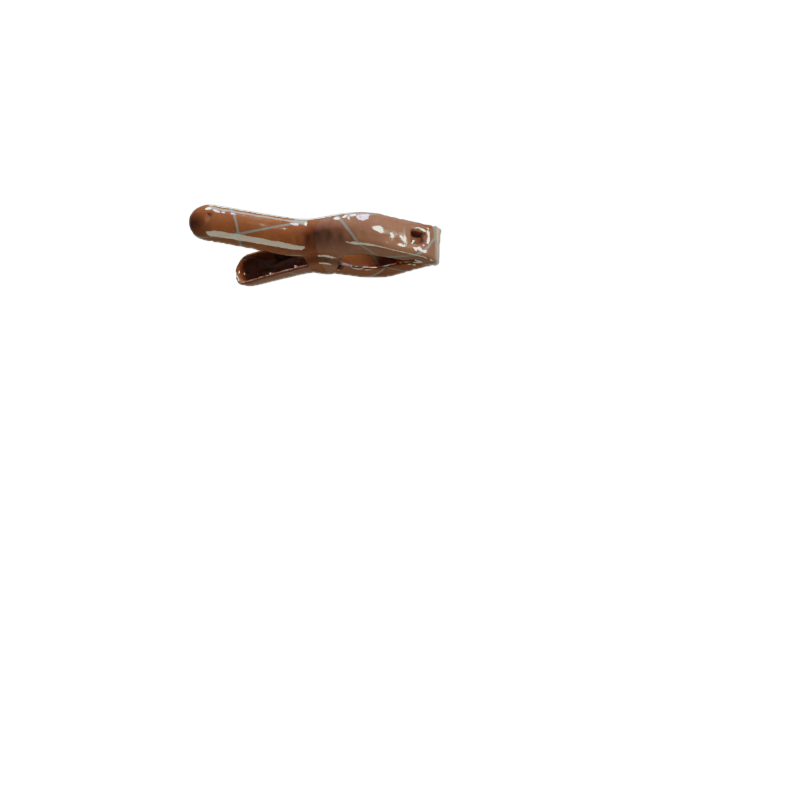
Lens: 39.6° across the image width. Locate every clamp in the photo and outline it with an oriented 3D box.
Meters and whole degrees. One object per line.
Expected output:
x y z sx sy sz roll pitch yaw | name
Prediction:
-0.061 -0.111 0.780 0.175 0.040 0.114 -3 -9 20 | clamp
